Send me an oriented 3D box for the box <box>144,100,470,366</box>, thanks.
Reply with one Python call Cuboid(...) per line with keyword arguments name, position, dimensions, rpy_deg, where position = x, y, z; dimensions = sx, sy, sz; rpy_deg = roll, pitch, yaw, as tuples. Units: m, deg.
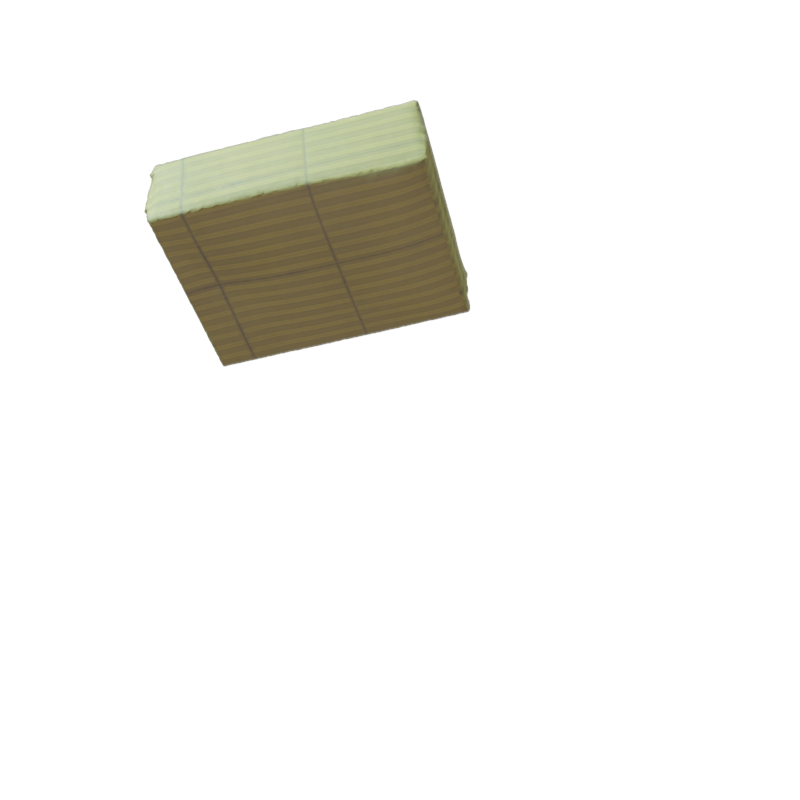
Cuboid(name="box", position=(-0.035, -0.065, 0.453), dimensions=(0.114, 0.042, 0.083), rpy_deg=(-10, -44, 10))
